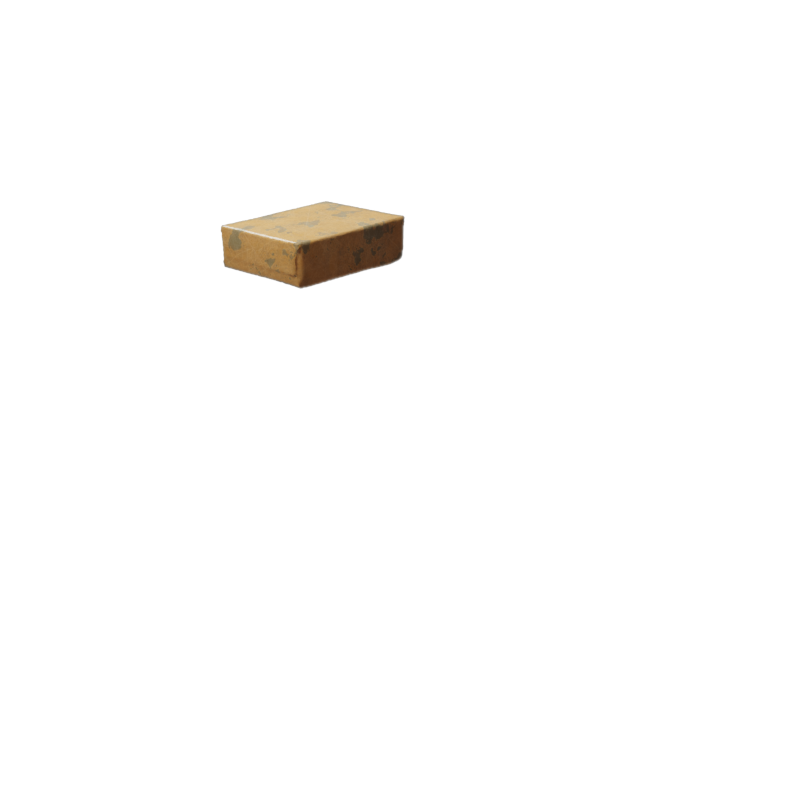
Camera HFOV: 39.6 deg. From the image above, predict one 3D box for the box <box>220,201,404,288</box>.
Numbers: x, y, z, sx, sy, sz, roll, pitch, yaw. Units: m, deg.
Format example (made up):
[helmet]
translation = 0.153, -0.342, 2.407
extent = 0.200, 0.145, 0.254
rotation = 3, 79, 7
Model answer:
[box]
translation = -0.066, -0.121, 0.846
extent = 0.111, 0.037, 0.095
rotation = -19, 28, -42
